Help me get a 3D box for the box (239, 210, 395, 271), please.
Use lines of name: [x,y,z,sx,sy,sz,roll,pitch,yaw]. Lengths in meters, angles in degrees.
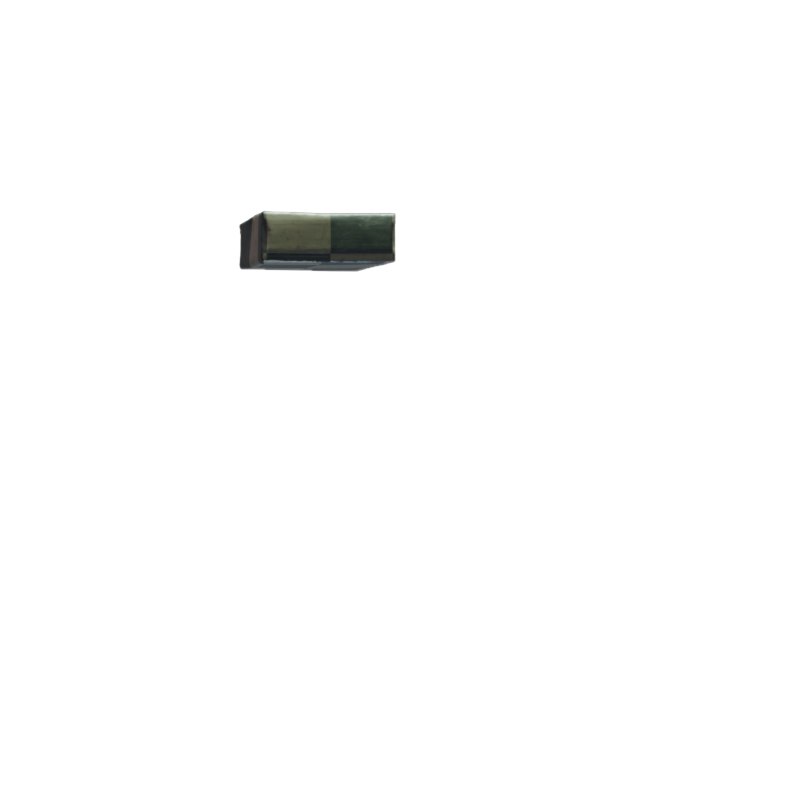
box: [-0.049,-0.089,0.625,0.072,0.030,0.091,-1,3,-14]
